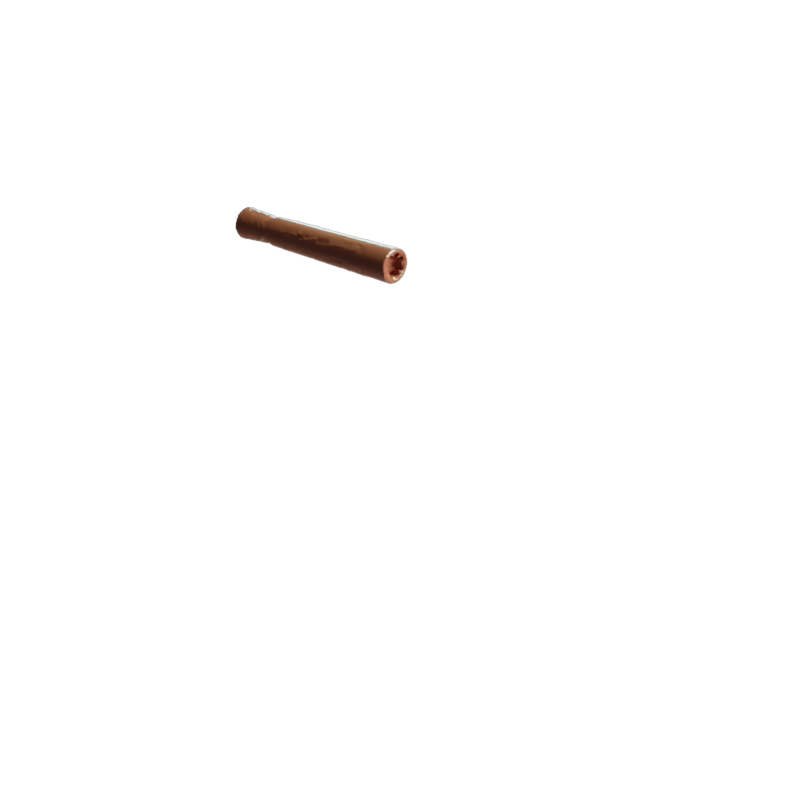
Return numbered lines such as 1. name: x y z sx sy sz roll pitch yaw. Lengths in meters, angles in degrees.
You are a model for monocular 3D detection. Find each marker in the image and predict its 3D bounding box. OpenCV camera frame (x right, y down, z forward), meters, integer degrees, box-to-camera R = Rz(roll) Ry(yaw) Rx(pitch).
1. marker: -0.047 -0.086 0.600 0.128 0.019 0.019 22 18 41
